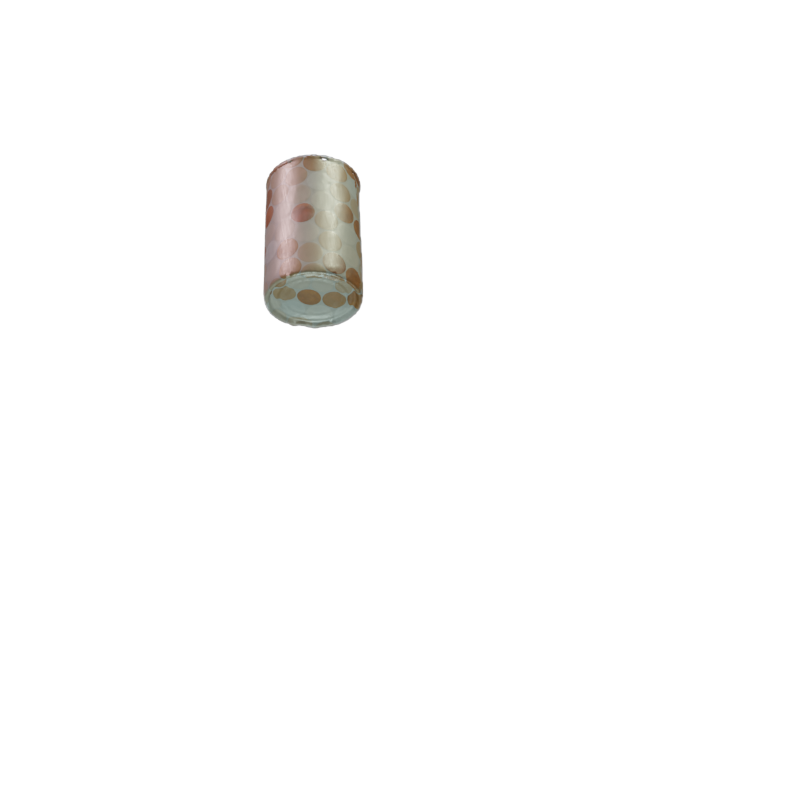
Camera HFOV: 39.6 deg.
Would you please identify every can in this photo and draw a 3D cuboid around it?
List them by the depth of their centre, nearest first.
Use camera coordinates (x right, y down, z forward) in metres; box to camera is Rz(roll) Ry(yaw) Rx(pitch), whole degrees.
[{"bbox_3d":[-0.060,-0.109,0.764,0.068,0.109,0.064,-1,-35,-2],"label":"can"}]
